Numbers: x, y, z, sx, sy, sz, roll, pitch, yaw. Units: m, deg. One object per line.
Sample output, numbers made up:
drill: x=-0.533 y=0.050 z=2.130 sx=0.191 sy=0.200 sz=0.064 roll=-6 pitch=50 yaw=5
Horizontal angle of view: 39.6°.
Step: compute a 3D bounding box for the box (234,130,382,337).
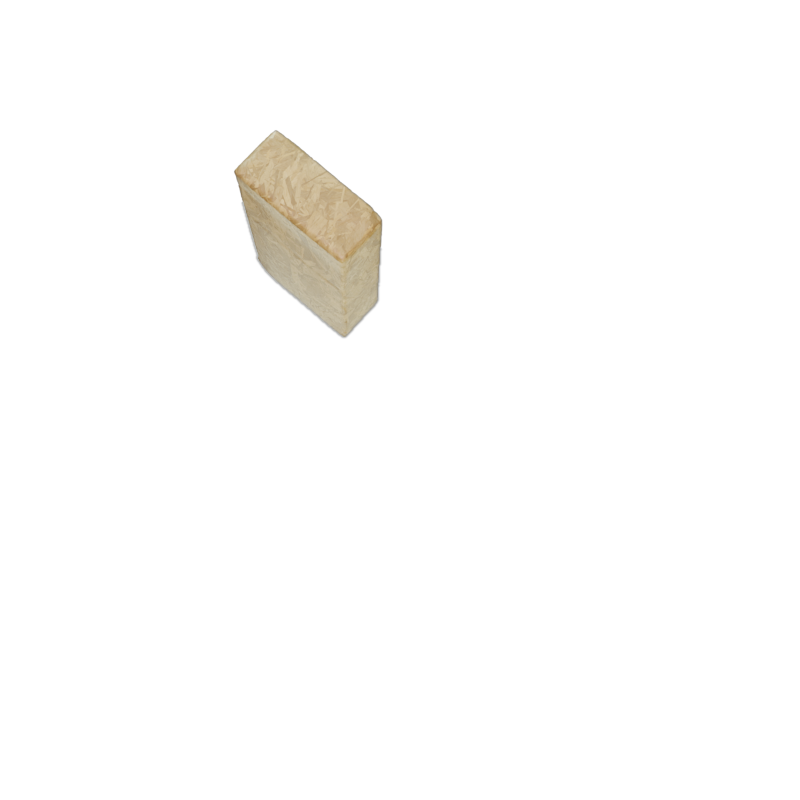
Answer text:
box: x=-0.059 y=-0.108 z=0.753 sx=0.096 sy=0.049 sz=0.169 roll=42 pitch=-13 yaw=8
